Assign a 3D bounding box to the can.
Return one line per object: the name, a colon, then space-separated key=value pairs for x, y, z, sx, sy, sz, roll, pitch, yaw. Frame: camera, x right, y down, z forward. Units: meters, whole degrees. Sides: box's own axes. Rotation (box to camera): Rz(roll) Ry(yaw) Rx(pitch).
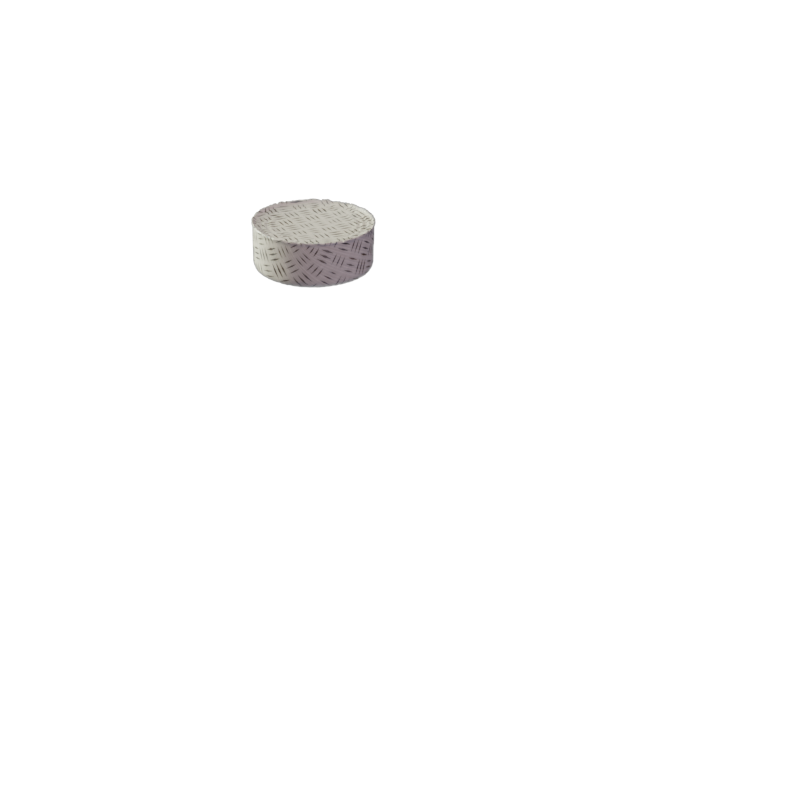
can: x=-0.060 y=-0.110 z=0.771 sx=0.086 sy=0.032 sz=0.091 roll=-1 pitch=28 yaw=-2
